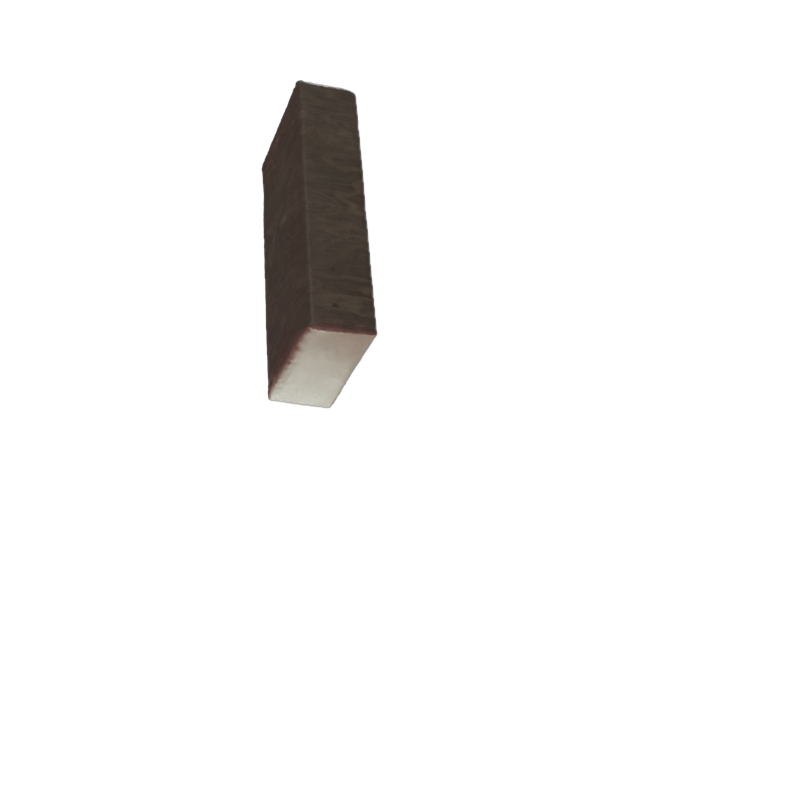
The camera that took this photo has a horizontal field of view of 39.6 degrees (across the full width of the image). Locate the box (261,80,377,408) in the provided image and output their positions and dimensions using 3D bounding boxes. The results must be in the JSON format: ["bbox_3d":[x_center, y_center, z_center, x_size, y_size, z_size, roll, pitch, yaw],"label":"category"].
[{"bbox_3d":[-0.052,-0.095,0.664,0.047,0.188,0.090,9,-33,-18],"label":"box"}]
